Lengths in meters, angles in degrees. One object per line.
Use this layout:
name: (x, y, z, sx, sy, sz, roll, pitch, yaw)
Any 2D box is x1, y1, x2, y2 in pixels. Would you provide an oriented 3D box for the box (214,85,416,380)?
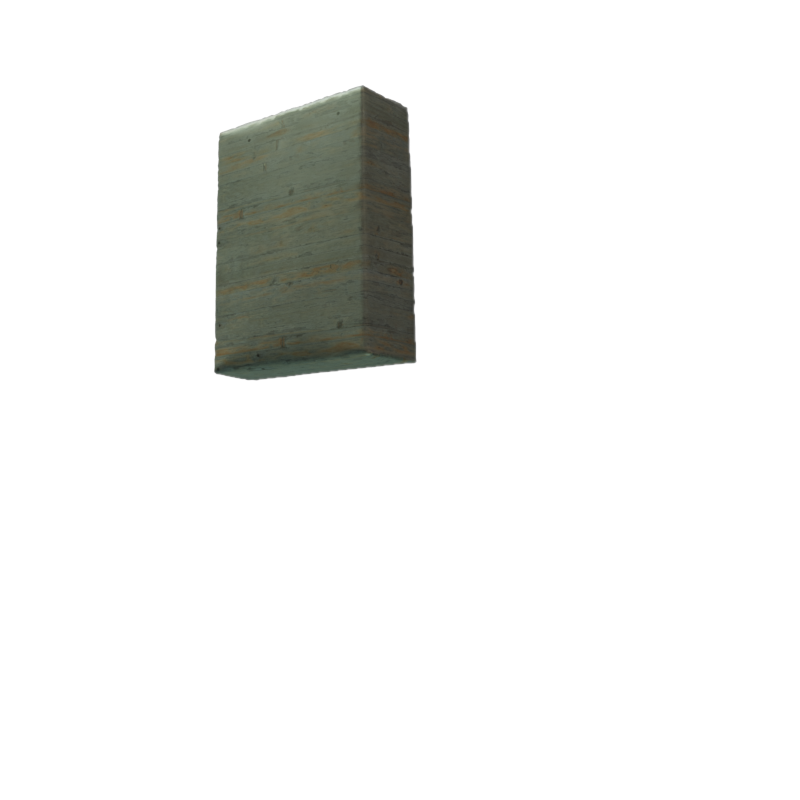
box: (-0.071, -0.130, 0.909, 0.168, 0.221, 0.068, -10, -16, 37)
